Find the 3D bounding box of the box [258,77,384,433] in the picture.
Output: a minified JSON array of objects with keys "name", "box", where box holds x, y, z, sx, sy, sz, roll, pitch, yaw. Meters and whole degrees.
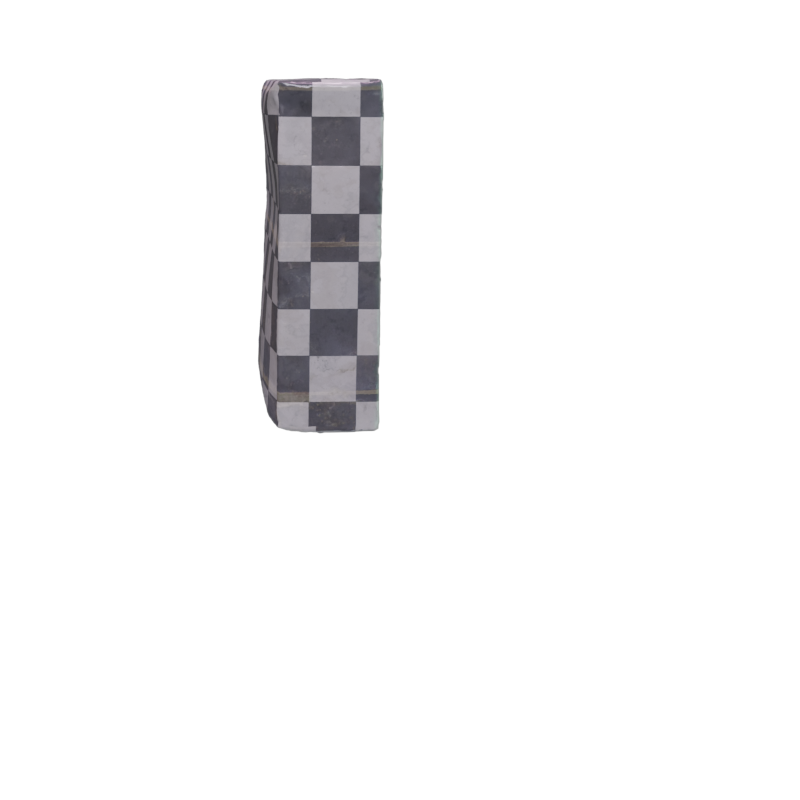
[{"name":"box","box":[-0.057,-0.104,0.732,0.071,0.209,0.170,-1,11,-9]}]
